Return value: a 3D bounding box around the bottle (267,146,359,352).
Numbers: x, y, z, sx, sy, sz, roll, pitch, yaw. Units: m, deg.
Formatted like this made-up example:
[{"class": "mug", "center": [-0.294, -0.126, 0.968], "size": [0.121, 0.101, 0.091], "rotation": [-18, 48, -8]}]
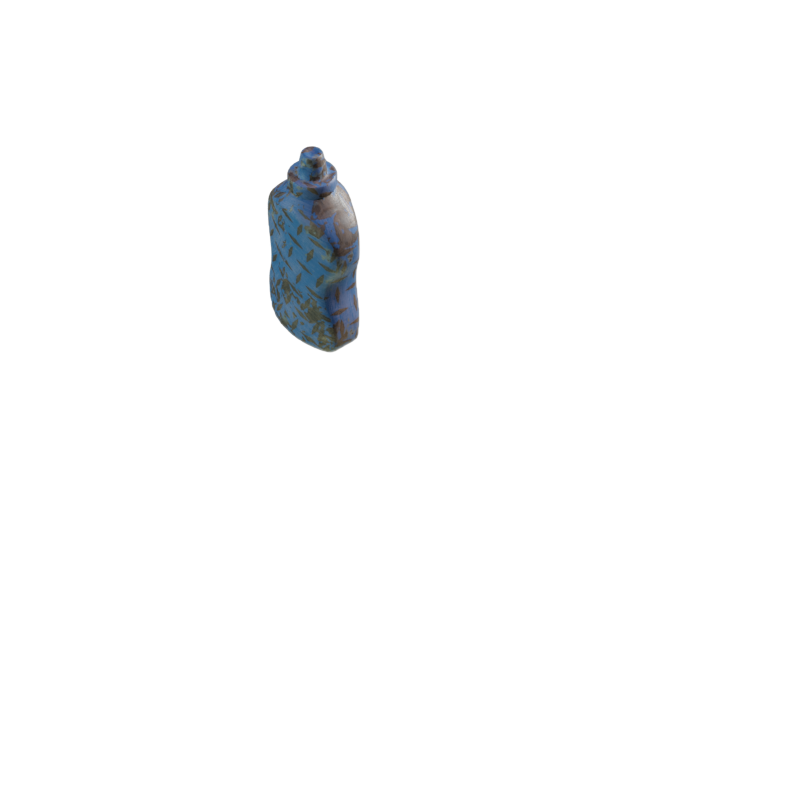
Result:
[{"class": "bottle", "center": [-0.075, -0.136, 0.951], "size": [0.058, 0.179, 0.103], "rotation": [-27, 52, -27]}]
